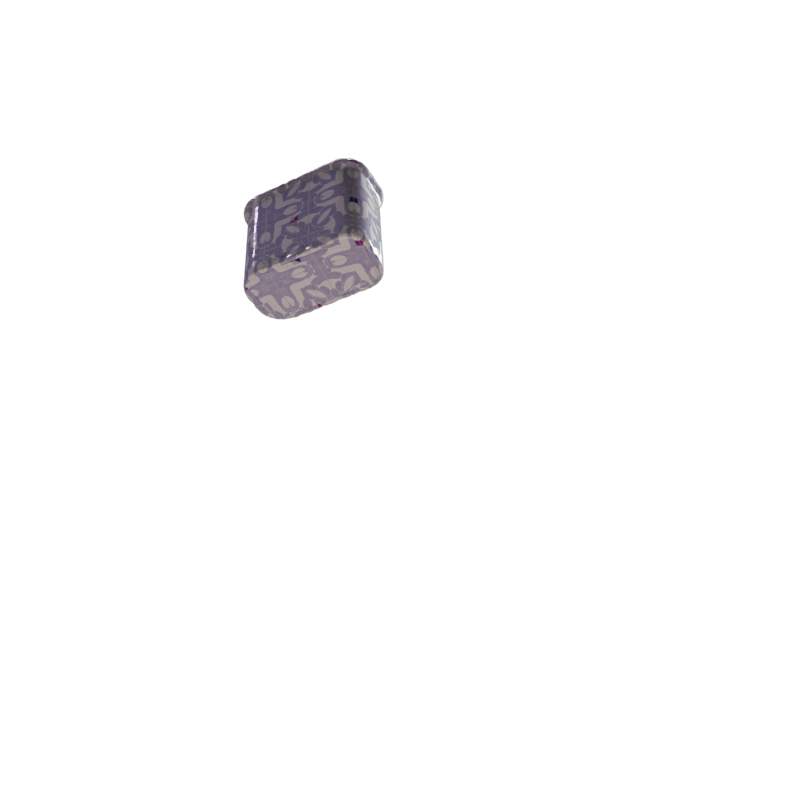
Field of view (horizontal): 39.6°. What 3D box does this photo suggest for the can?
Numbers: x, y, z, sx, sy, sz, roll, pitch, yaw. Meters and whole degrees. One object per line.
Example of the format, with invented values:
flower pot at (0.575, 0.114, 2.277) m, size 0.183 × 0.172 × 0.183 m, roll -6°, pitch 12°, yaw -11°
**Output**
can at (-0.062, -0.112, 0.785) m, size 0.102 × 0.090 × 0.053 m, roll -21°, pitch -48°, yaw 18°
